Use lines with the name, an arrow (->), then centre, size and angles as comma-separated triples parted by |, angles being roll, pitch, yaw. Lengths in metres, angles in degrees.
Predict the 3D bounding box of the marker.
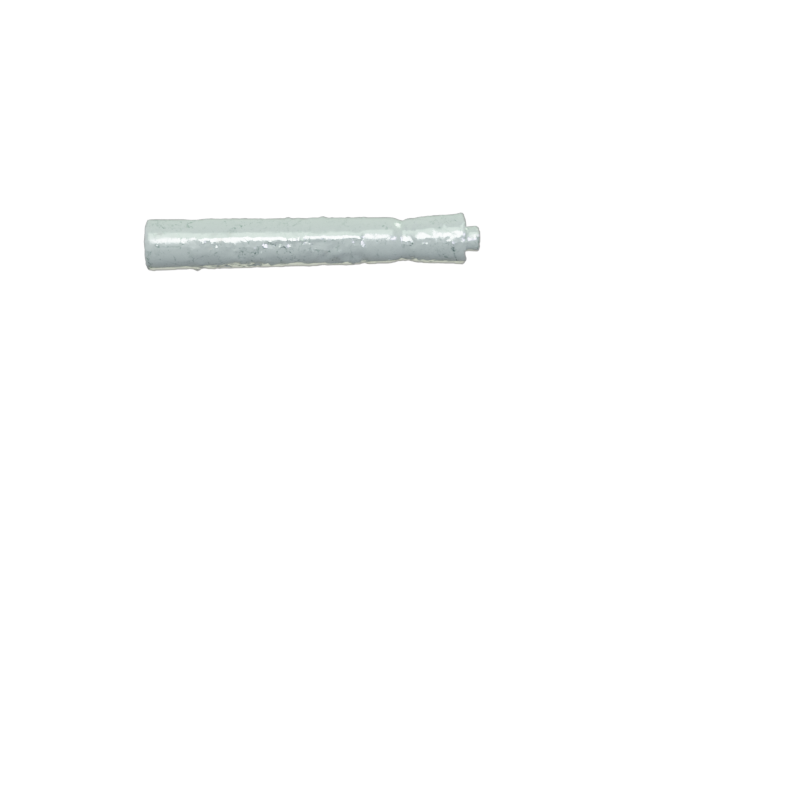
marker -> -0.032, -0.058, 0.404 | 0.121, 0.020, 0.020 | -1, 4, -1
